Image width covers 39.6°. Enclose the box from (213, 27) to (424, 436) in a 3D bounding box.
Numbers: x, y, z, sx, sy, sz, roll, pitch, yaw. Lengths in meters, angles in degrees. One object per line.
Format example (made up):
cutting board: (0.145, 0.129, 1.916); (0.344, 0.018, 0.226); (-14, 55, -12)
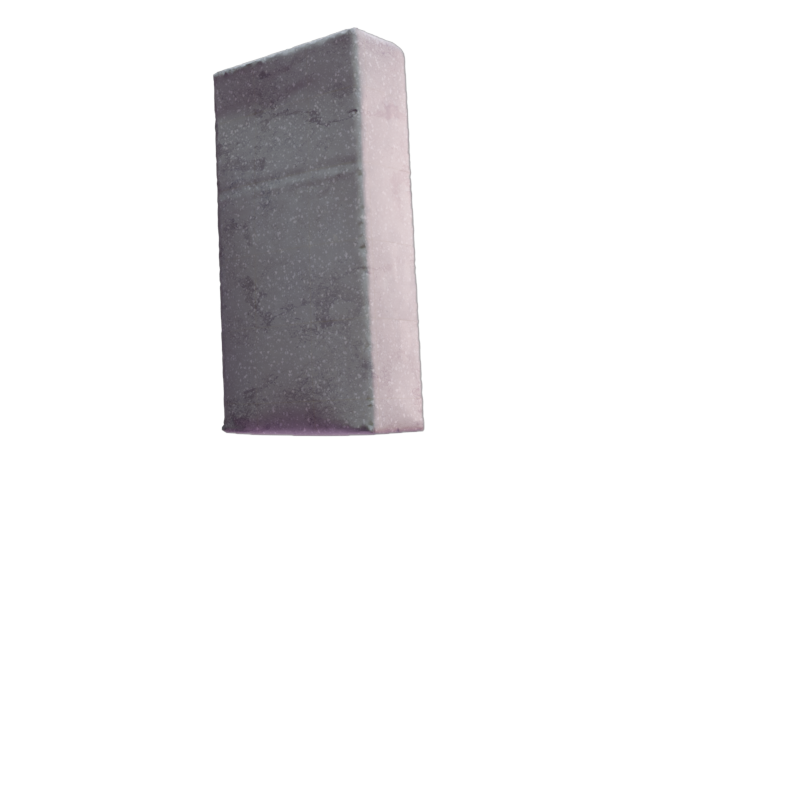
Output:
box: (-0.040, -0.073, 0.511); (0.096, 0.180, 0.046); (-7, -11, 39)
